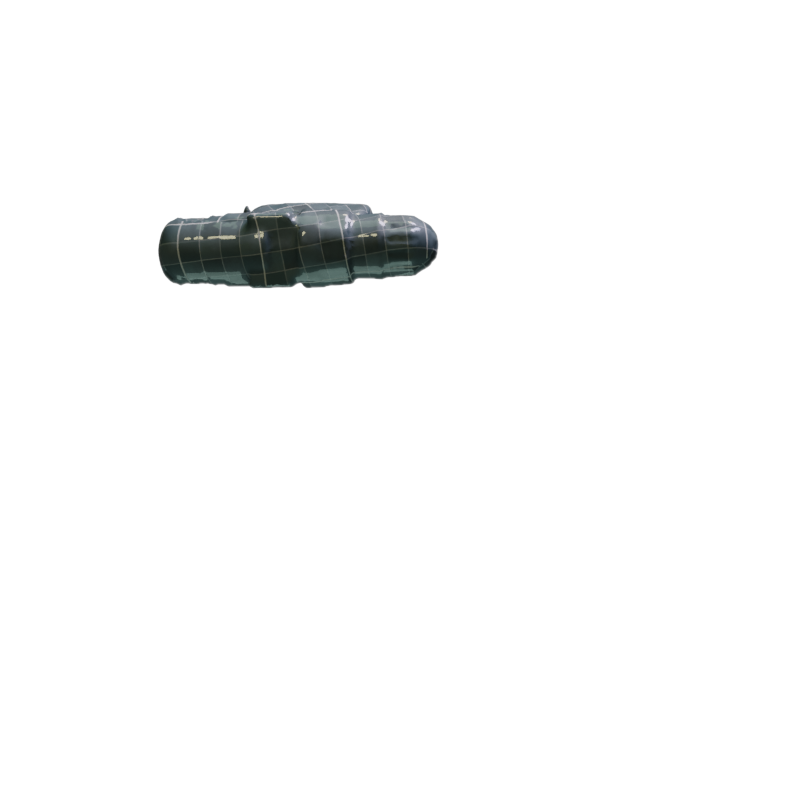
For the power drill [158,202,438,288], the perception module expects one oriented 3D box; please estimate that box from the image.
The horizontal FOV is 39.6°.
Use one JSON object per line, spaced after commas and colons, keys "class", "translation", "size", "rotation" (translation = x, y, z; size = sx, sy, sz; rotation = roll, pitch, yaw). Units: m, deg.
{"class": "power drill", "translation": [-0.062, -0.114, 0.795], "size": [0.186, 0.057, 0.188], "rotation": [1, 9, 7]}
